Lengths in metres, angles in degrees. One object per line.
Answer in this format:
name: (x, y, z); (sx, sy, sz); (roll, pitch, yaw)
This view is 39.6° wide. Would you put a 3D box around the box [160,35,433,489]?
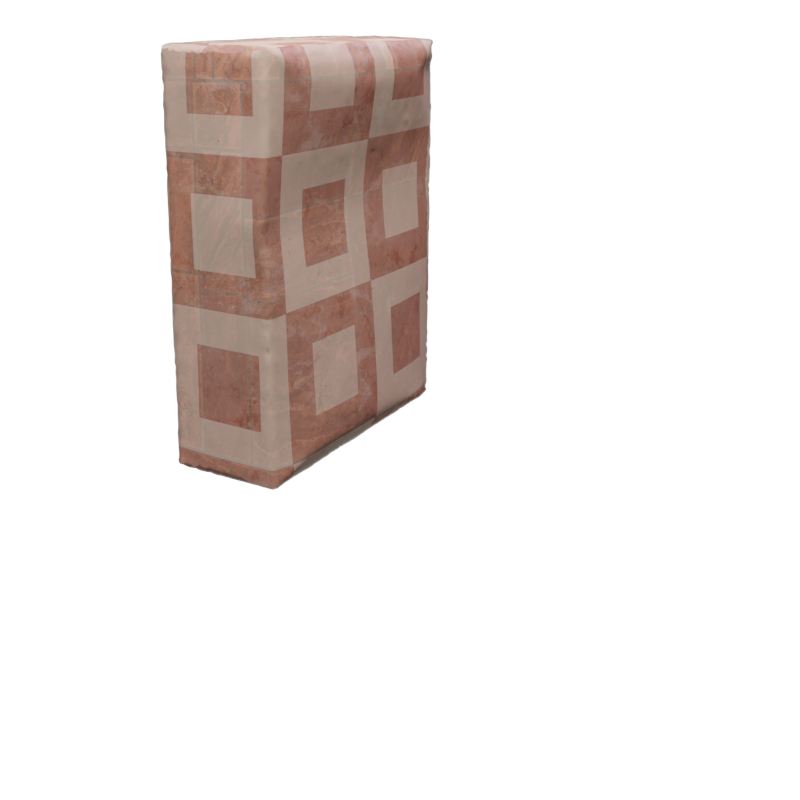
box: (-0.046, -0.085, 0.593); (0.075, 0.207, 0.163); (8, 17, 29)
